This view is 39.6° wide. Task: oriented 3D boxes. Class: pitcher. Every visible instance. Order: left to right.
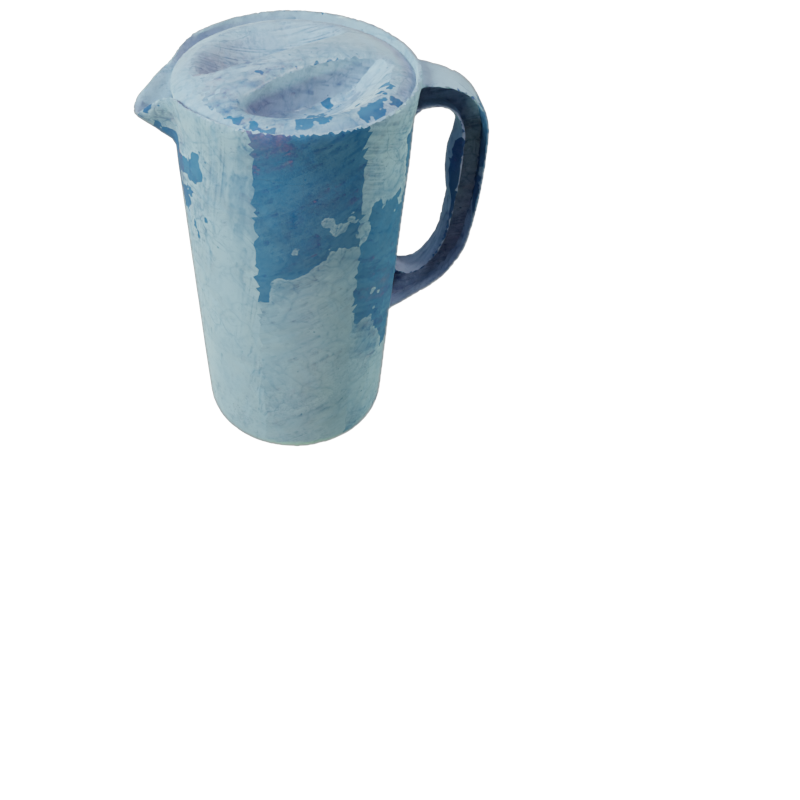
[{"bbox_3d":[-0.050,-0.092,0.643,0.157,0.227,0.147,27,47,25],"label":"pitcher"}]
